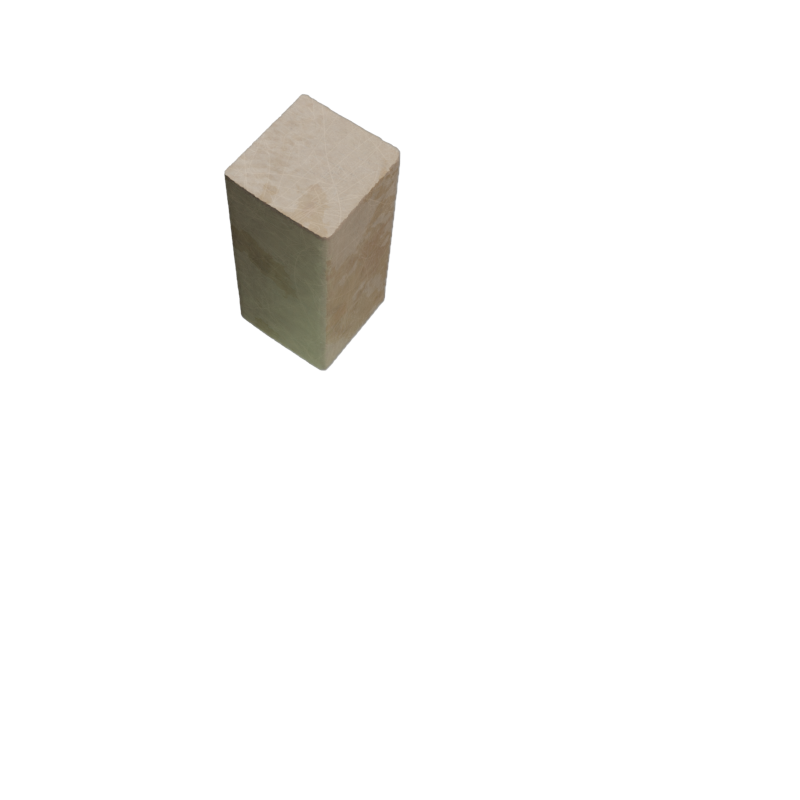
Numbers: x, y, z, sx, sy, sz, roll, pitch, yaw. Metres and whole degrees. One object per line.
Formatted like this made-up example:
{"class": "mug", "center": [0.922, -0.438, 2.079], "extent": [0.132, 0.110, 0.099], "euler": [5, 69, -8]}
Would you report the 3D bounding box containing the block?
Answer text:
{"class": "block", "center": [-0.065, -0.119, 0.837], "extent": [0.094, 0.093, 0.194], "euler": [34, -24, 13]}
